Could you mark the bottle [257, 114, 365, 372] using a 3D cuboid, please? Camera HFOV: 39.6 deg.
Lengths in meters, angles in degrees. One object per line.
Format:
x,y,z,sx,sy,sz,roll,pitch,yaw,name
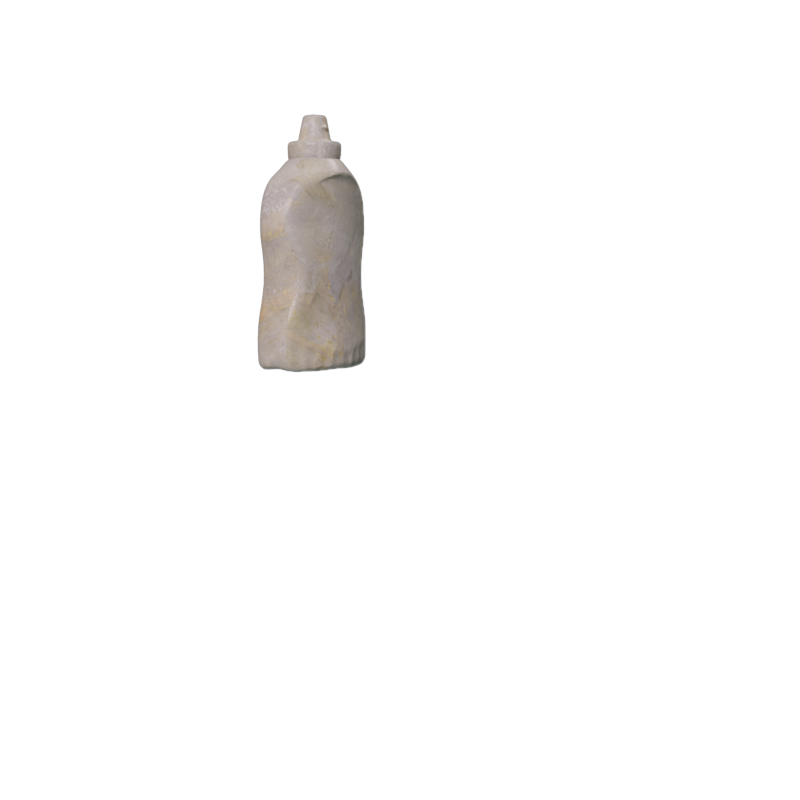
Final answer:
-0.066,-0.120,0.842,0.061,0.192,0.092,-1,0,40,bottle
